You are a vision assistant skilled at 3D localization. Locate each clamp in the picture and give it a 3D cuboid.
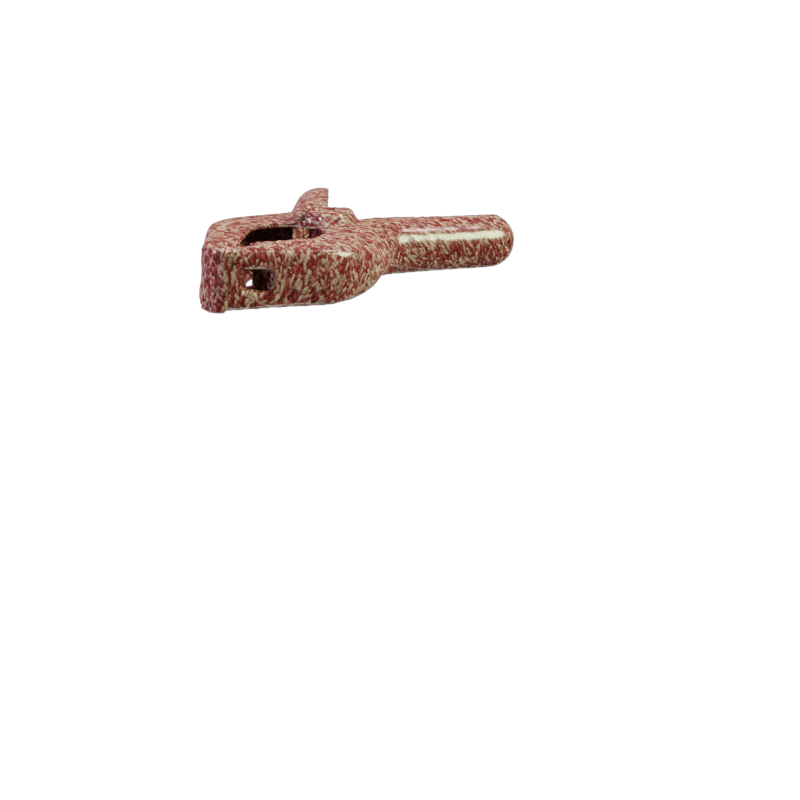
[{"bbox_3d":[-0.040,-0.073,0.513,0.126,0.038,0.167,12,18,39],"label":"clamp"}]
